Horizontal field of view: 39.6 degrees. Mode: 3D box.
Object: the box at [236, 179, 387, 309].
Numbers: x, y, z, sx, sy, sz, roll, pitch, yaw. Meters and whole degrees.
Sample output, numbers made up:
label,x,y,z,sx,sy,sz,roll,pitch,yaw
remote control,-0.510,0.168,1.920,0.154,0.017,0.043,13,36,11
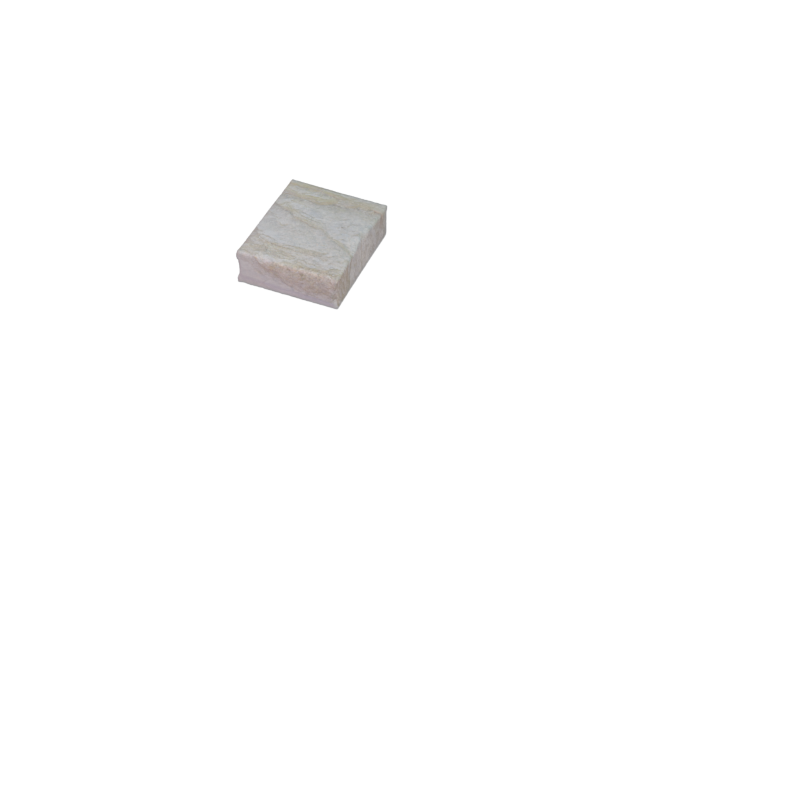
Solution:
label,x,y,z,sx,sy,sz,roll,pitch,yaw
box,-0.058,-0.106,0.744,0.075,0.028,0.093,16,46,16
